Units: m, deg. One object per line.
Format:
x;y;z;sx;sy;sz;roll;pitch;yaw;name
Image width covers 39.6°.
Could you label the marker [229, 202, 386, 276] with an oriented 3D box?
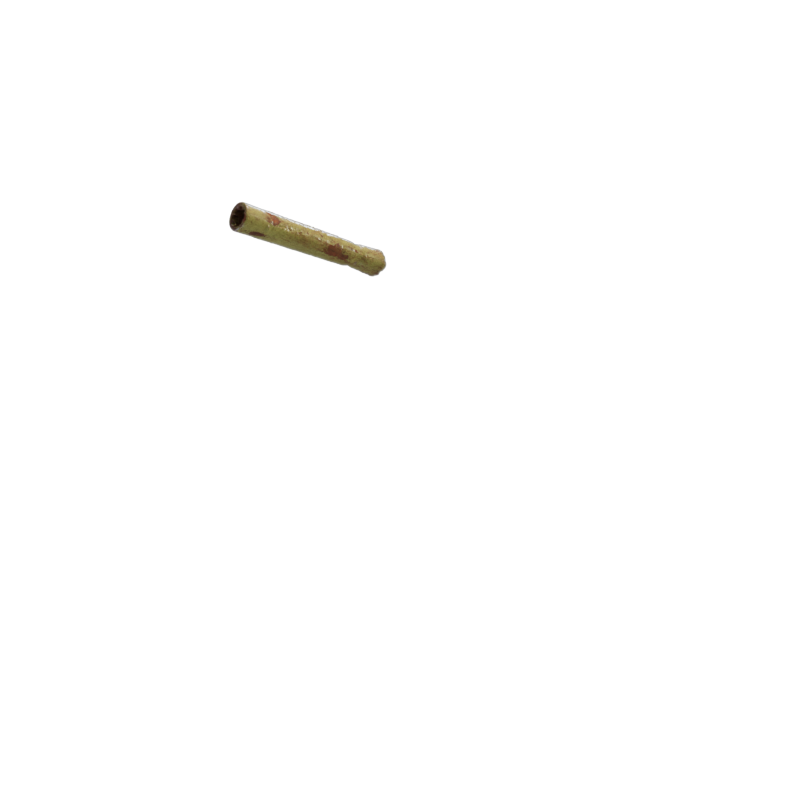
-0.056;-0.102;0.713;0.114;0.020;0.021;14;-6;-38;marker
